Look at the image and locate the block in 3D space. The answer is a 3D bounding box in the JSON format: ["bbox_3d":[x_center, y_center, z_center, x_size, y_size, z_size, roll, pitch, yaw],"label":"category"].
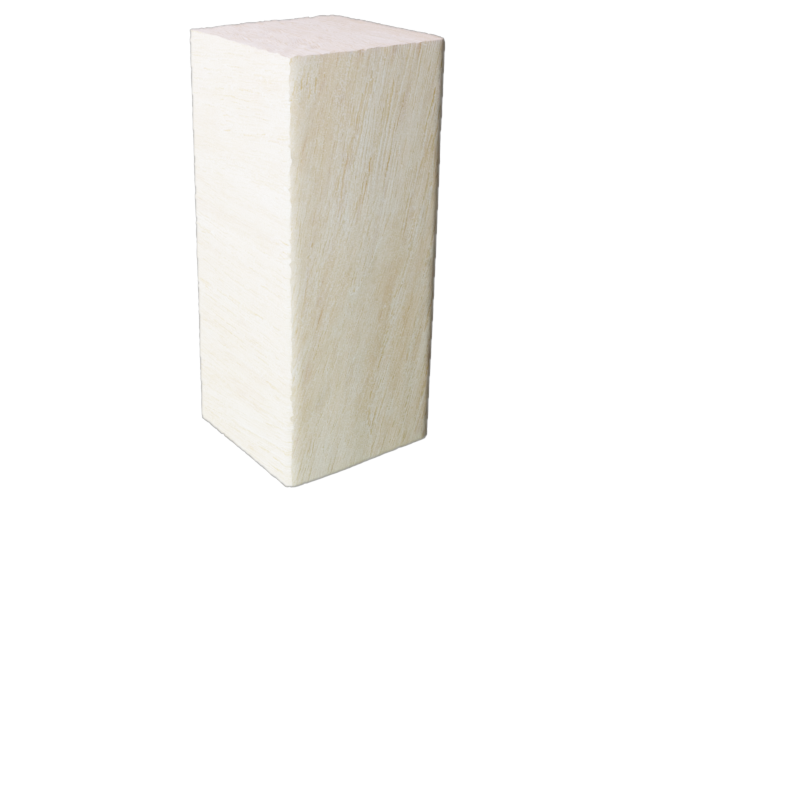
[{"bbox_3d":[-0.042,-0.078,0.547,0.088,0.197,0.097,-14,26,-35],"label":"block"}]
